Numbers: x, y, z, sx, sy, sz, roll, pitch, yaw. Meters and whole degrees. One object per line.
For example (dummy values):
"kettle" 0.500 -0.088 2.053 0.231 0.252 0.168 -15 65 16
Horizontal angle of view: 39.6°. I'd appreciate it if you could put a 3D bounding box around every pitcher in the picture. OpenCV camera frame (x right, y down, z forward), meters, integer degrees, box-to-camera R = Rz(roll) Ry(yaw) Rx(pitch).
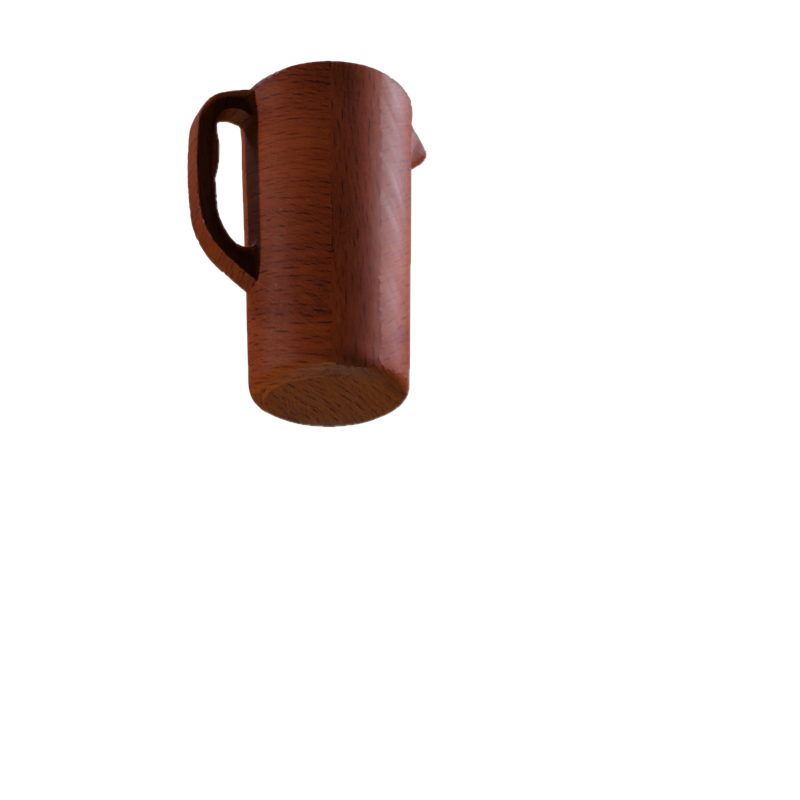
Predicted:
"pitcher" -0.062 -0.113 0.791 0.151 0.258 0.134 -10 -29 15
